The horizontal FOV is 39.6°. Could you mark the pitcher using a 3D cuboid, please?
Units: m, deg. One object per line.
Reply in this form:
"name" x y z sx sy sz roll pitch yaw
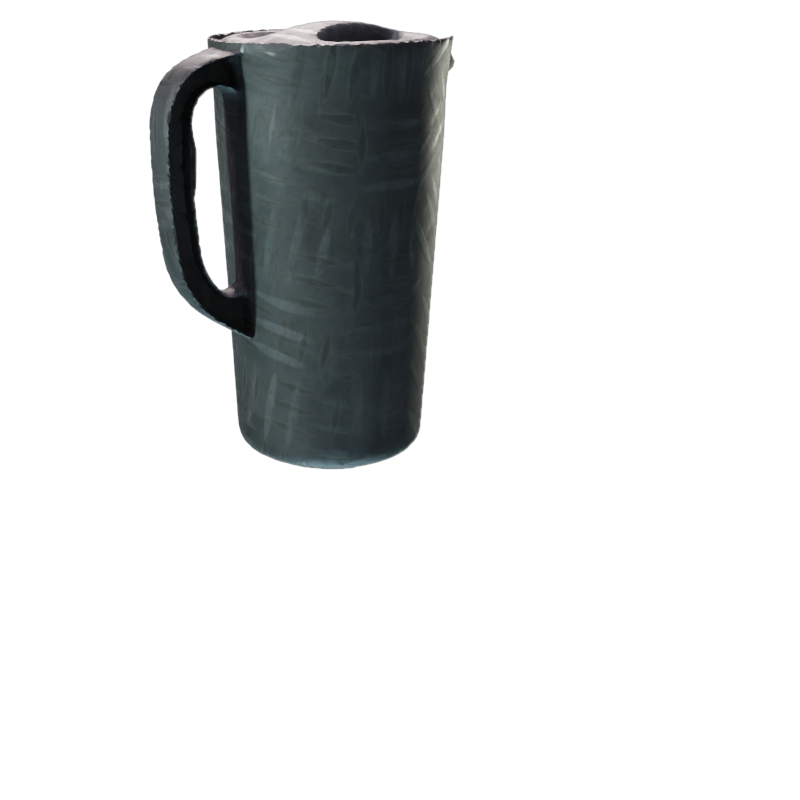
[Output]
"pitcher" -0.049 -0.089 0.624 0.151 0.235 0.148 3 16 7
